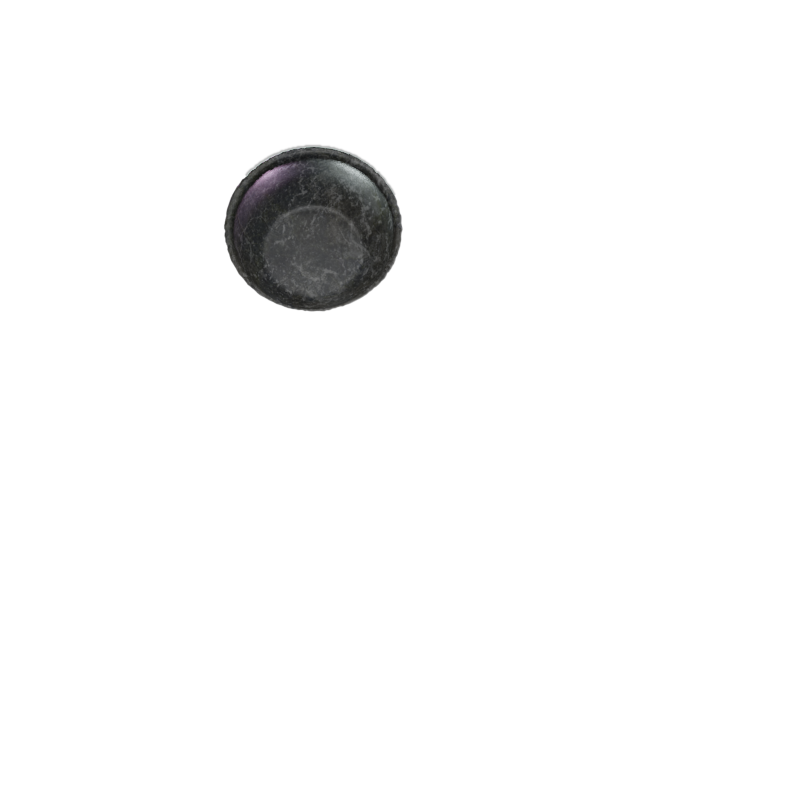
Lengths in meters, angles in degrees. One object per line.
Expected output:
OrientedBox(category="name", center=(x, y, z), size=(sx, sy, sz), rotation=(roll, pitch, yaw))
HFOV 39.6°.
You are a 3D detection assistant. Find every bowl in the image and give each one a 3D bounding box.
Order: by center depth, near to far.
OrientedBox(category="bowl", center=(-0.077, -0.141, 0.984), size=(0.162, 0.154, 0.058), rotation=(1, 24, -1))
